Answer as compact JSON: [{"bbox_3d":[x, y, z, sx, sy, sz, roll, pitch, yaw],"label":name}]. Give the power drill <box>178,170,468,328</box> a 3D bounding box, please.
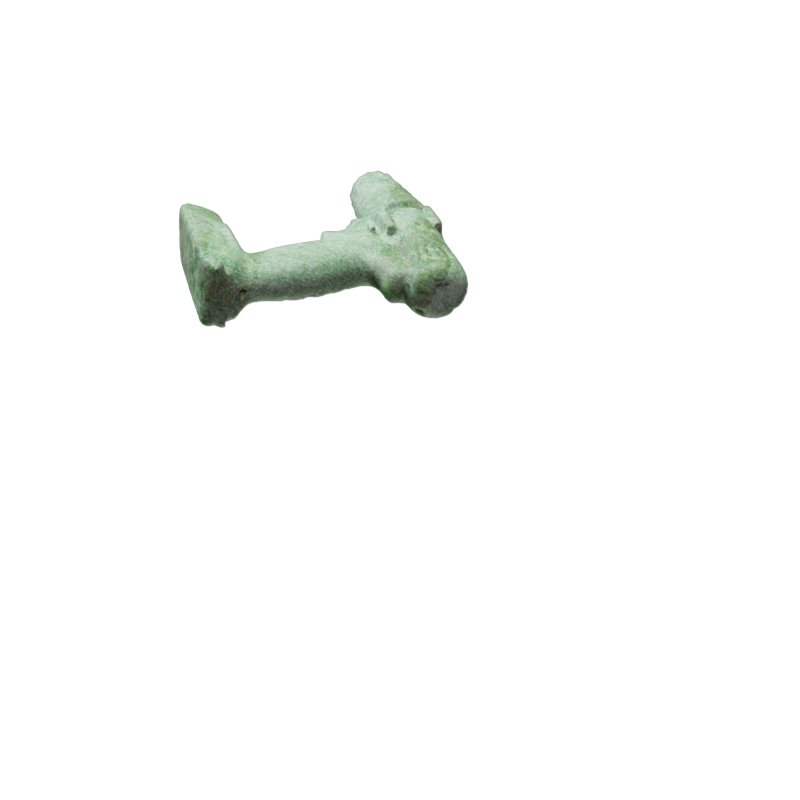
[{"bbox_3d":[-0.063,-0.115,0.804,0.185,0.054,0.198,-8,33,-13],"label":"power drill"}]
